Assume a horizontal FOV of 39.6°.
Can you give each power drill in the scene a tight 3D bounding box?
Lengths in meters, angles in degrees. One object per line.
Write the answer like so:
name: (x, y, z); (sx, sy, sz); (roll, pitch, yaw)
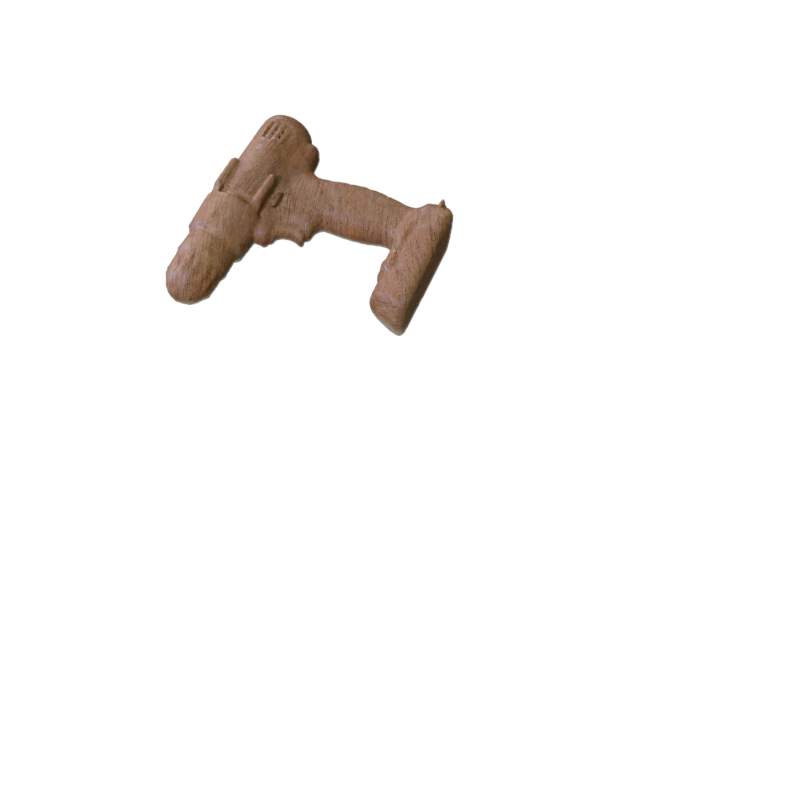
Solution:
power drill: (-0.067, -0.123, 0.861); (0.193, 0.190, 0.054); (24, -25, 12)
